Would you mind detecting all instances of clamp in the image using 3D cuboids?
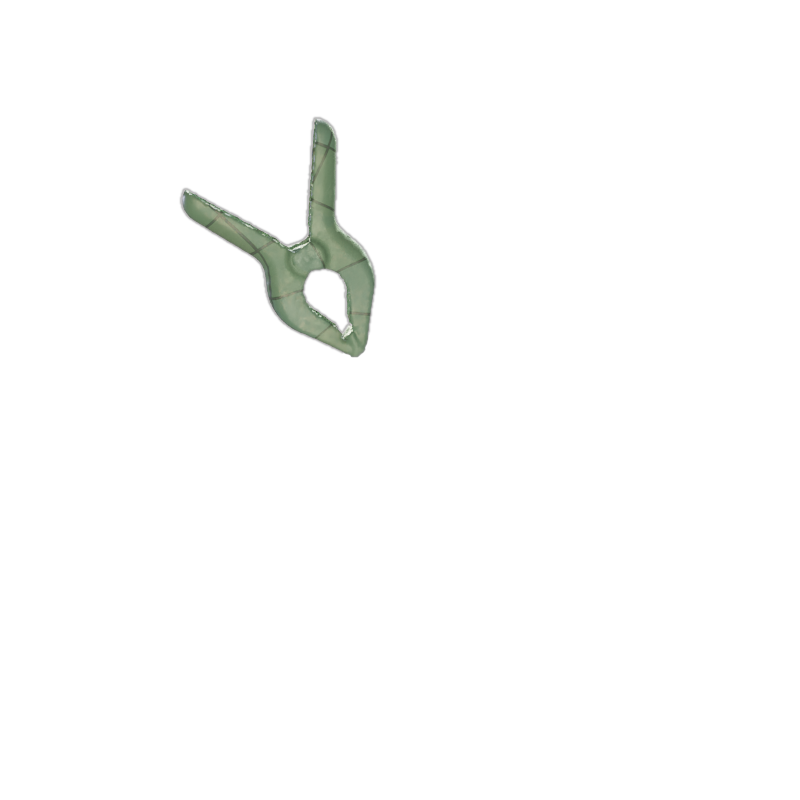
[{"bbox_3d":[-0.063,-0.114,0.801,0.120,0.166,0.040,-36,12,8],"label":"clamp"}]
